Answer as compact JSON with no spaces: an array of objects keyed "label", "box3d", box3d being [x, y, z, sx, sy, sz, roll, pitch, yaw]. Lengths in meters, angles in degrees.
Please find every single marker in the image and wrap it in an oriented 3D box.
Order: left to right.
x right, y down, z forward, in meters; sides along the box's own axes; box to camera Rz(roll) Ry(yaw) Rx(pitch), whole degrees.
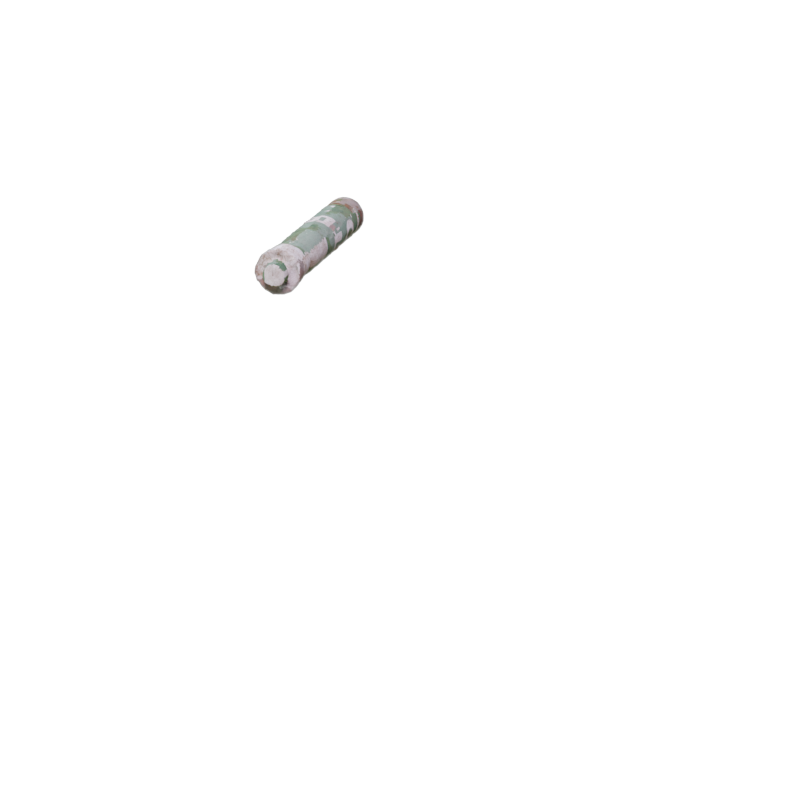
[{"label":"marker","box3d":[-0.038,-0.069,0.484,0.020,0.019,0.123,0,20,11]}]
